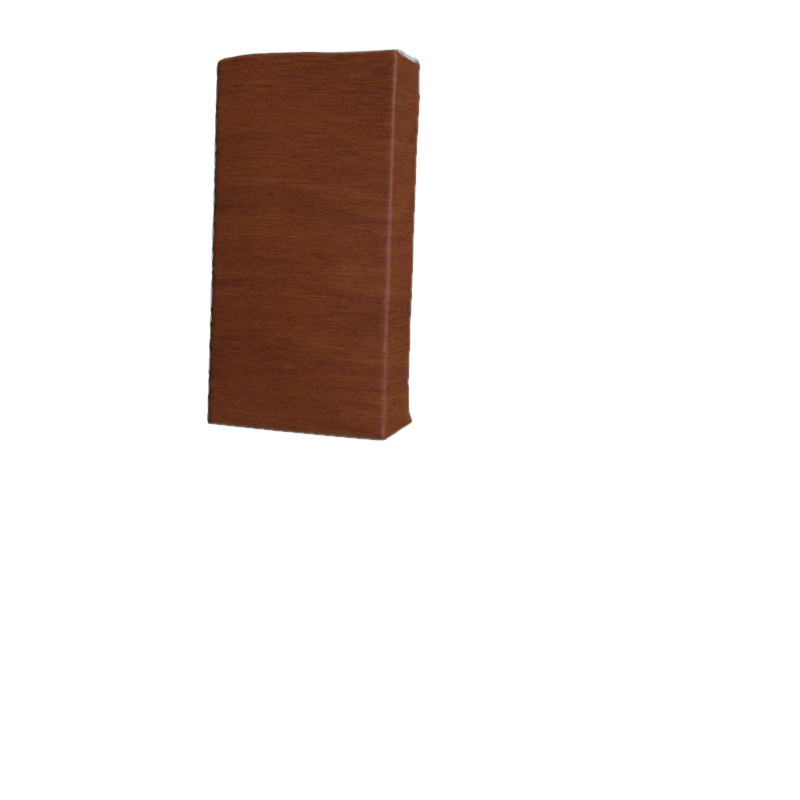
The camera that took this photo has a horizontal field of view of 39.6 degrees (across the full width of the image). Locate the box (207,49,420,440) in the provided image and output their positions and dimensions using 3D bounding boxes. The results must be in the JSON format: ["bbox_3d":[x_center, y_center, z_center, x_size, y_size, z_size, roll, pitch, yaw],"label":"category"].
[{"bbox_3d":[-0.041,-0.075,0.525,0.096,0.175,0.047,2,3,20],"label":"box"}]
